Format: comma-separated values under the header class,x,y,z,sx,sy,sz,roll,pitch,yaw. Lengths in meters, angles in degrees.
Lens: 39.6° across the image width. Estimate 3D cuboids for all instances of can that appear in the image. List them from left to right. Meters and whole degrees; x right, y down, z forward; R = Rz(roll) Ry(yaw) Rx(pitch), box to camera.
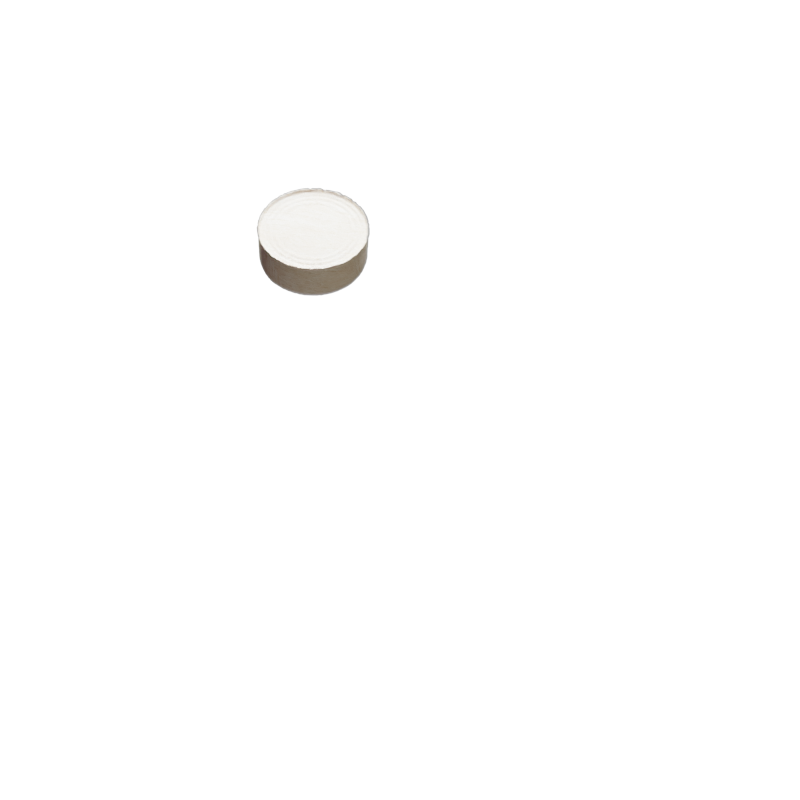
class,x,y,z,sx,sy,sz,roll,pitch,yaw
can,-0.067,-0.122,0.854,0.086,0.092,0.031,-1,-40,-1
